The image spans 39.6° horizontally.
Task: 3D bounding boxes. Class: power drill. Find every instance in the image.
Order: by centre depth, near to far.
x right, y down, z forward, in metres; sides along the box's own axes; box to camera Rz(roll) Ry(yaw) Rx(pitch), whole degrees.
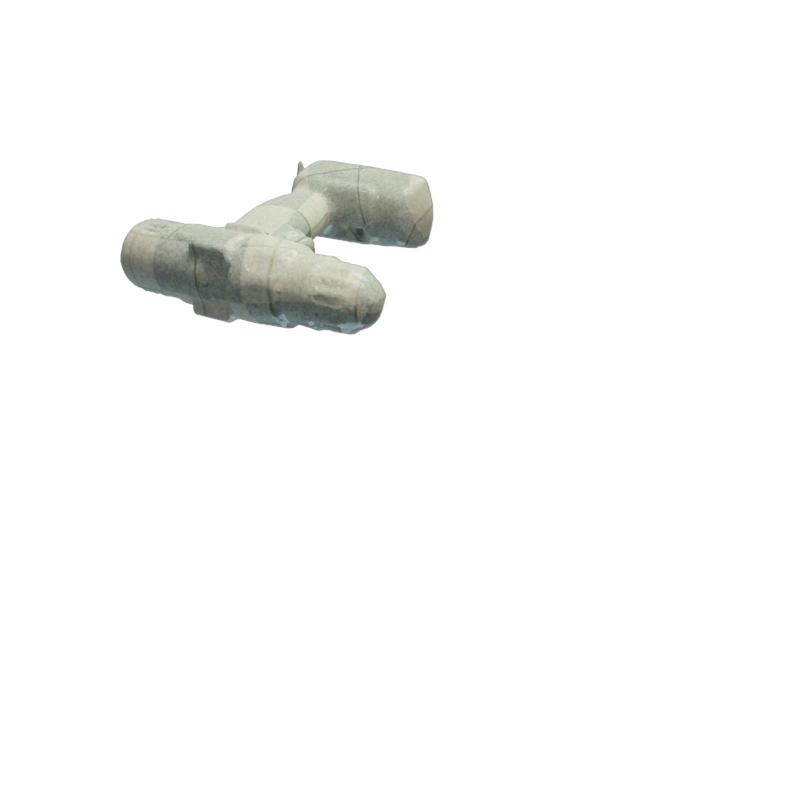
[{"bbox_3d":[-0.056,-0.101,0.709,0.194,0.055,0.188,16,30,29],"label":"power drill"}]
